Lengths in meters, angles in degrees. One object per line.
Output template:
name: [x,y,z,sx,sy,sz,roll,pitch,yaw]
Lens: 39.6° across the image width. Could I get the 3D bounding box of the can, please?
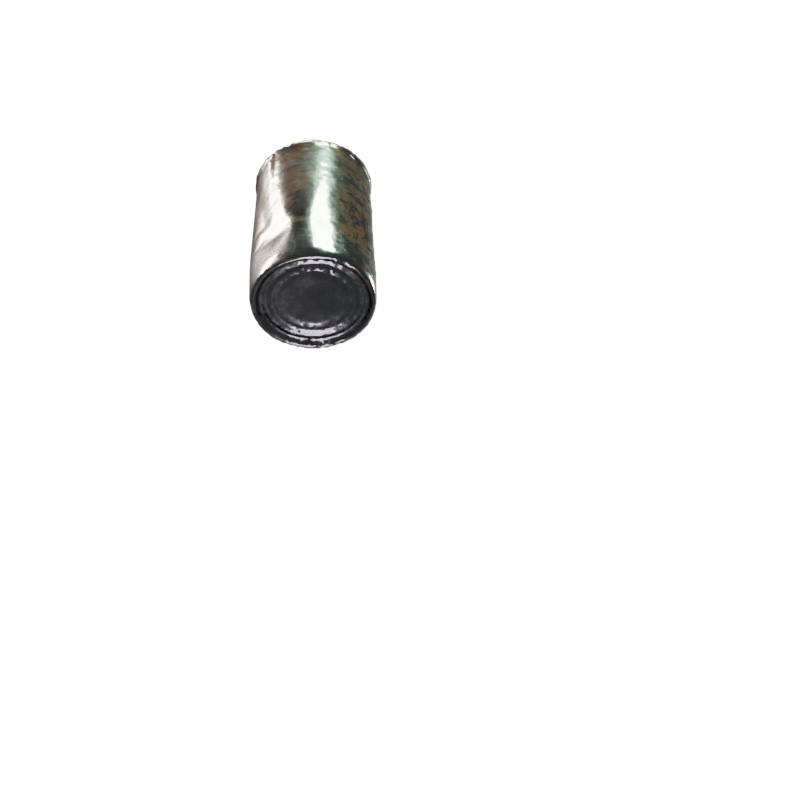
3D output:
can: [-0.048,-0.087,0.610,0.068,0.064,0.110,-1,43,-3]
